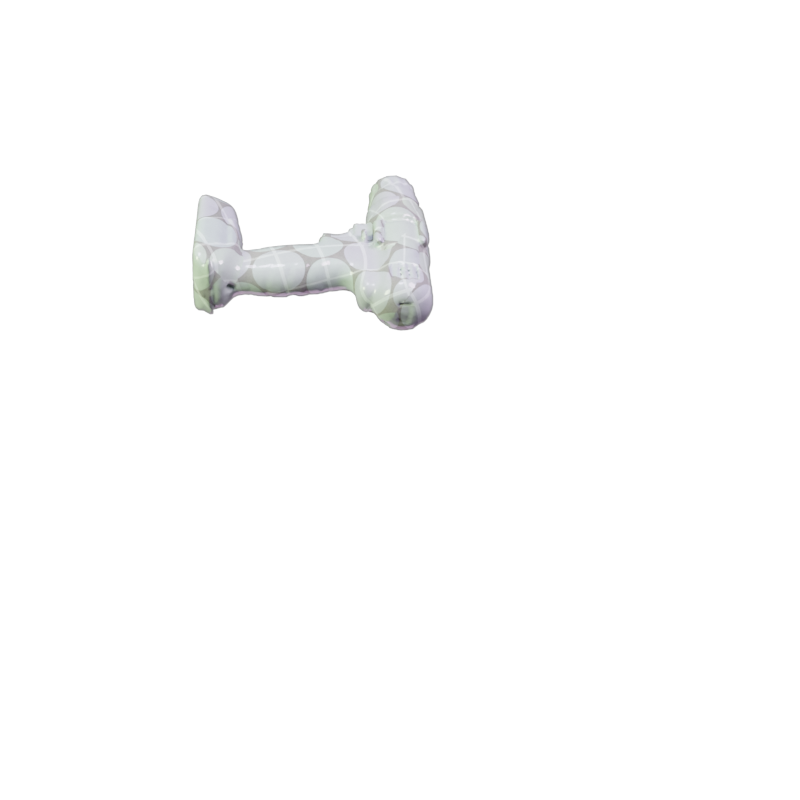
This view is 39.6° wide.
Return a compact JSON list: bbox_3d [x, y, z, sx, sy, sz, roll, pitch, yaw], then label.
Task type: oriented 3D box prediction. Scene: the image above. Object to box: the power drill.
[{"bbox_3d":[-0.070,-0.127,0.888,0.187,0.054,0.197,-1,37,-2],"label":"power drill"}]
